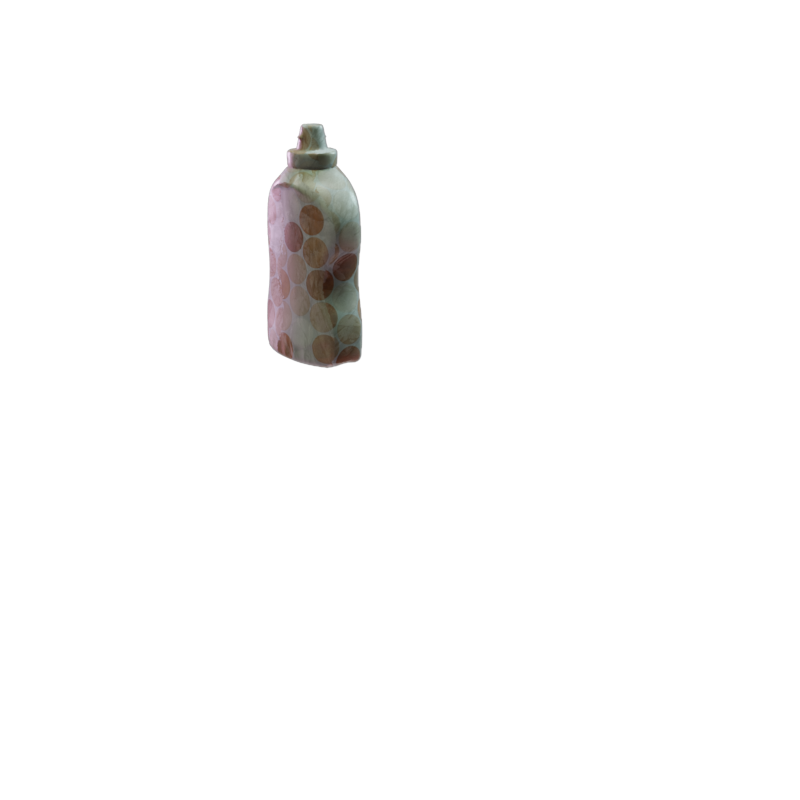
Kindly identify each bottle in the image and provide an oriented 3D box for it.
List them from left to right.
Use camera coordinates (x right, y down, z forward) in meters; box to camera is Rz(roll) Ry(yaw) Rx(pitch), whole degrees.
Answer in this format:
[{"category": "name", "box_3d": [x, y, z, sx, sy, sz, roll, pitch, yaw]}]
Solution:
[{"category": "bottle", "box_3d": [-0.071, -0.129, 0.905, 0.057, 0.186, 0.102, -8, 16, -36]}]
